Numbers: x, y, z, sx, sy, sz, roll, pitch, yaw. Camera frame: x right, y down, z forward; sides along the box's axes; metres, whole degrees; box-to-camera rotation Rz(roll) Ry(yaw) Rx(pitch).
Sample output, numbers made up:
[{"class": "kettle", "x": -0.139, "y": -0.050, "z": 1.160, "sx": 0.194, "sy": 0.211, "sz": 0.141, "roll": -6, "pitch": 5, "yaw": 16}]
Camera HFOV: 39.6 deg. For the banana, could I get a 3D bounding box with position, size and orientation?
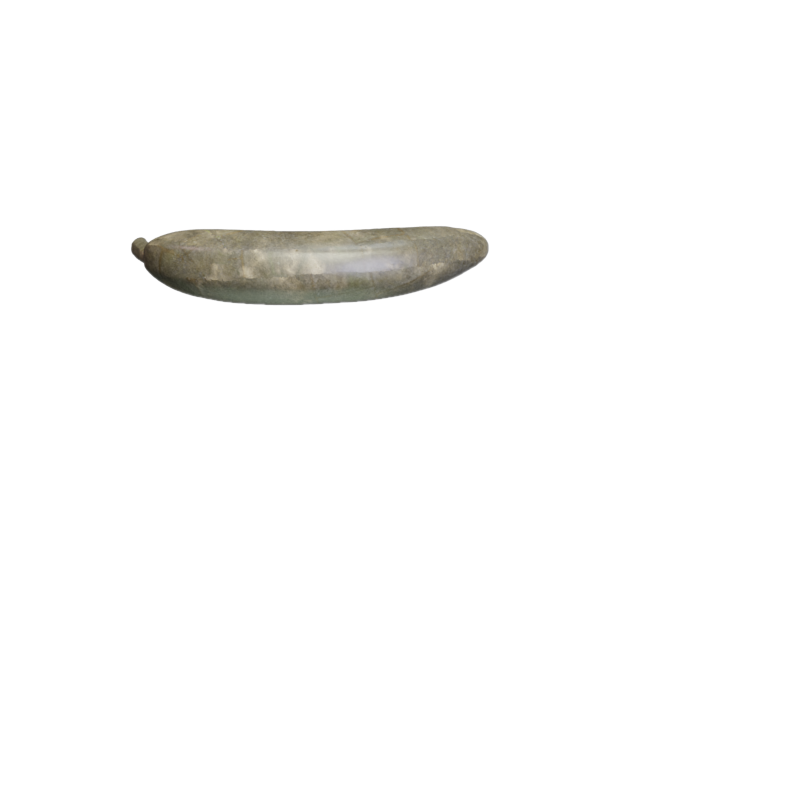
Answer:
[{"class": "banana", "x": -0.051, "y": -0.076, "z": 0.583, "sx": 0.198, "sy": 0.035, "sz": 0.073, "roll": 2, "pitch": 30, "yaw": 3}]
